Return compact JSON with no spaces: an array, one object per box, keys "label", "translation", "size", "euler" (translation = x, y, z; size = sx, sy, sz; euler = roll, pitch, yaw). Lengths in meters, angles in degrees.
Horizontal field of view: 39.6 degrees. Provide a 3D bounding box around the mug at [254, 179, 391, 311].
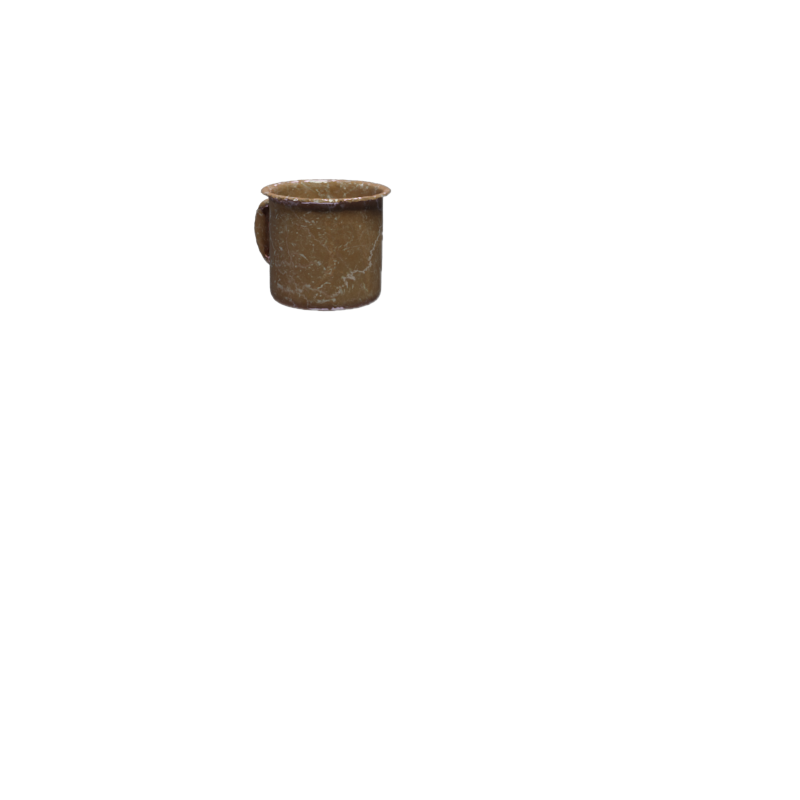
[{"label":"mug","translation":[-0.063,-0.115,0.808],"size":[0.123,0.079,0.092],"euler":[14,21,37]}]
